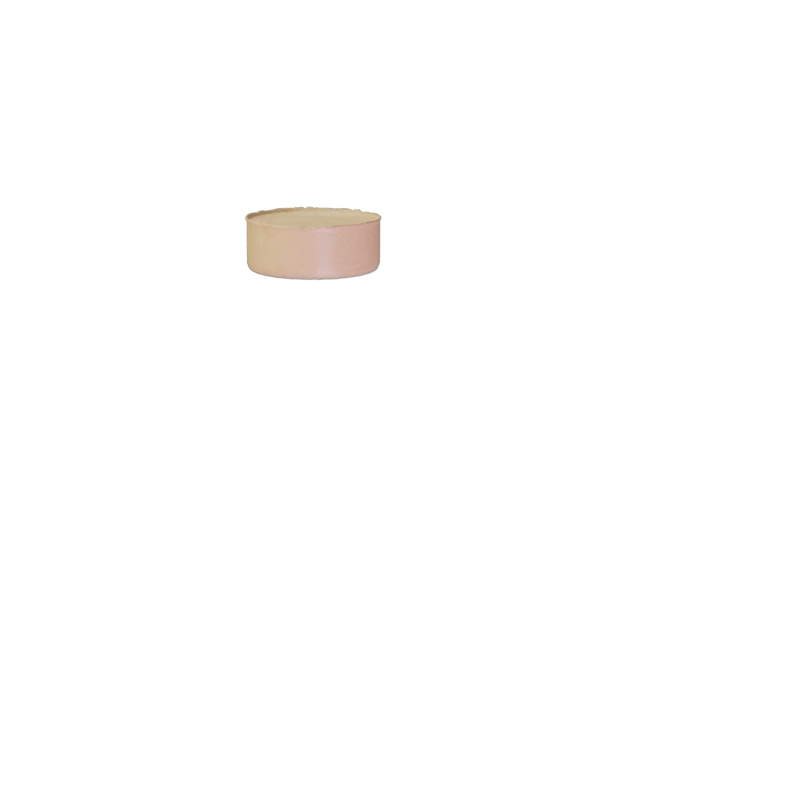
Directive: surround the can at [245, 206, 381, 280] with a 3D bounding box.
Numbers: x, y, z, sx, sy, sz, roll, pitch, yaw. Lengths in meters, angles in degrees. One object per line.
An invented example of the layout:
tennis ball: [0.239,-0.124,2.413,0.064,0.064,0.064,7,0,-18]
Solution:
can: [-0.055,-0.100,0.700,0.086,0.033,0.089,0,16,-2]
